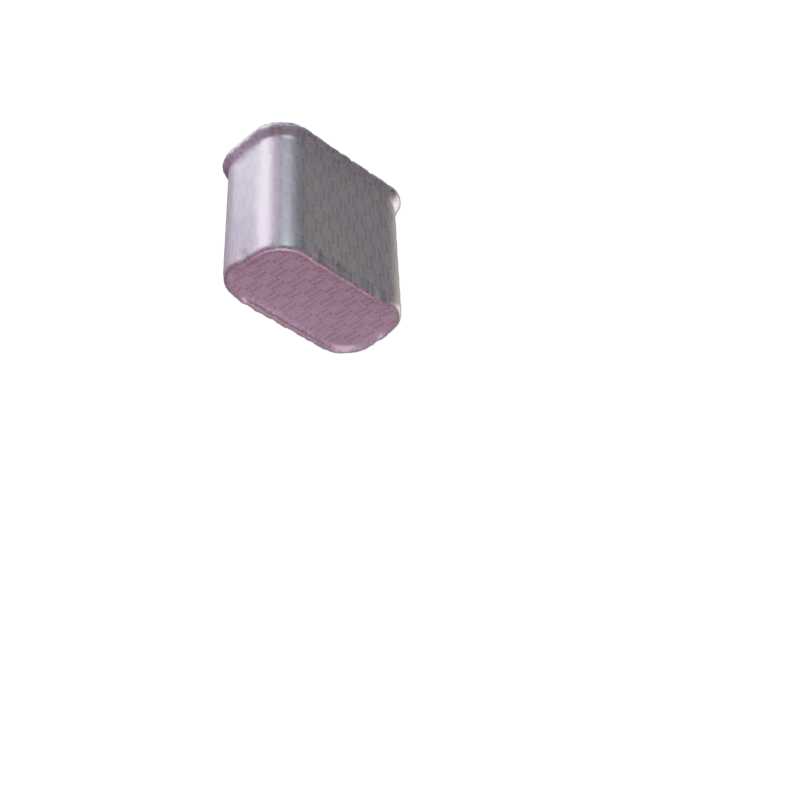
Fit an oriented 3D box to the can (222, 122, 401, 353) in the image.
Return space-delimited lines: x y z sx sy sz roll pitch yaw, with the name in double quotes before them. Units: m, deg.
"can" -0.046 -0.083 0.583 0.095 0.090 0.057 29 -47 -35
